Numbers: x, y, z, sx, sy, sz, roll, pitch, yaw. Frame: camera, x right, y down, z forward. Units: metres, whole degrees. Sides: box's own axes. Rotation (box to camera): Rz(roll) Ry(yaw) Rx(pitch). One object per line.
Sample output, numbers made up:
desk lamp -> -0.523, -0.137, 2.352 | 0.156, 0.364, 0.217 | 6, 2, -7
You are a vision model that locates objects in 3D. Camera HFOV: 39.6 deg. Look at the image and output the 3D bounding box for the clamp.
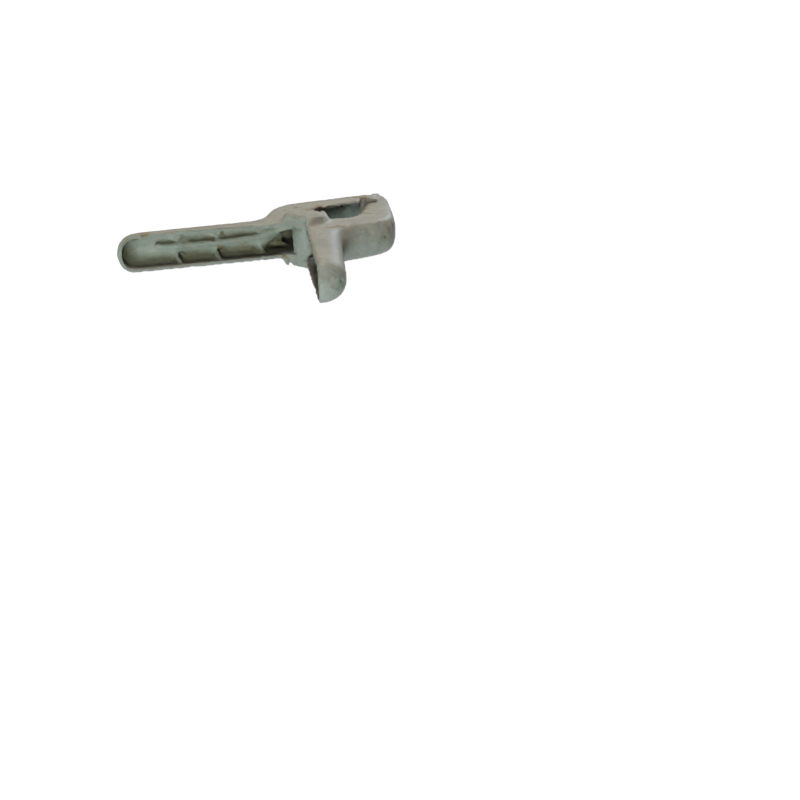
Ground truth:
clamp -> -0.058, -0.105, 0.737 | 0.173, 0.035, 0.207 | 15, 25, 35
